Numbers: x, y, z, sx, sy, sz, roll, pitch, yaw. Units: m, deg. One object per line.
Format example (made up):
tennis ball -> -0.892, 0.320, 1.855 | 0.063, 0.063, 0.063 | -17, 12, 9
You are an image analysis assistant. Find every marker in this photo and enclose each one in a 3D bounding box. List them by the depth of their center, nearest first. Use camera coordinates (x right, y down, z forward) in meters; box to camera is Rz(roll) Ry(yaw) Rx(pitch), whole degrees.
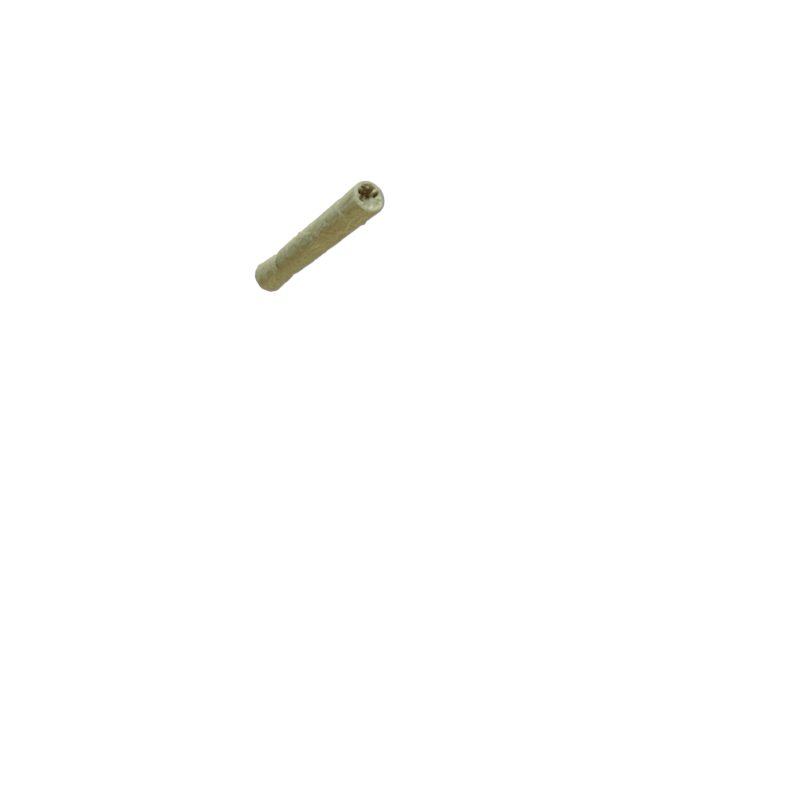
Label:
marker -> -0.048, -0.088, 0.617 | 0.019, 0.021, 0.120 | -2, -15, -35
